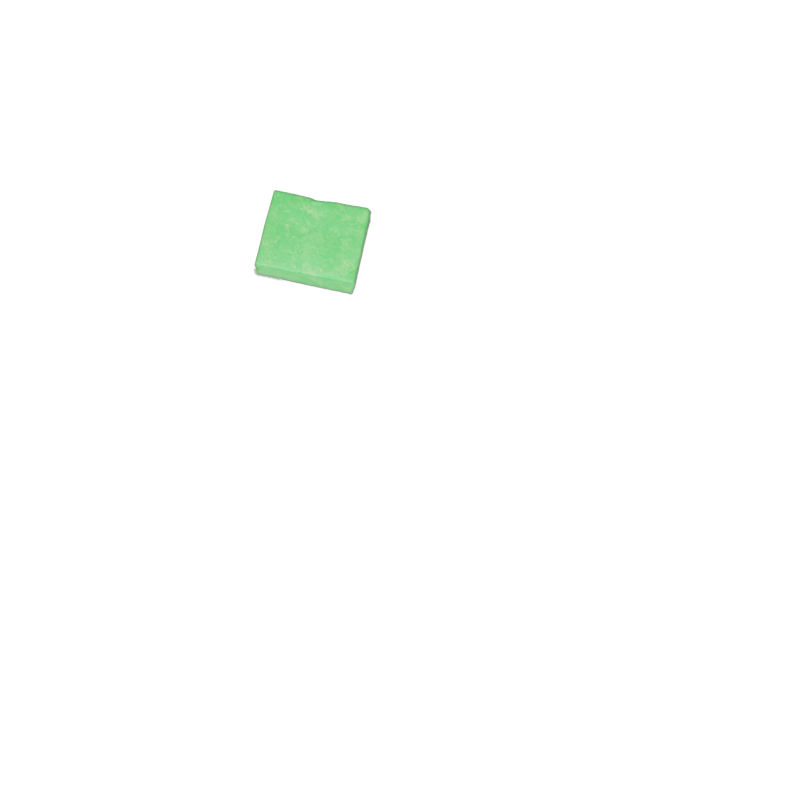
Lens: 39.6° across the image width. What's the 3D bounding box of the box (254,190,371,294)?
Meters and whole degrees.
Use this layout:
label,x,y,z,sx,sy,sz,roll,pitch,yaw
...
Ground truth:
label,x,y,z,sx,sy,sz,roll,pitch,yaw
box,-0.076,-0.138,0.968,0.090,0.076,0.029,11,-21,4
